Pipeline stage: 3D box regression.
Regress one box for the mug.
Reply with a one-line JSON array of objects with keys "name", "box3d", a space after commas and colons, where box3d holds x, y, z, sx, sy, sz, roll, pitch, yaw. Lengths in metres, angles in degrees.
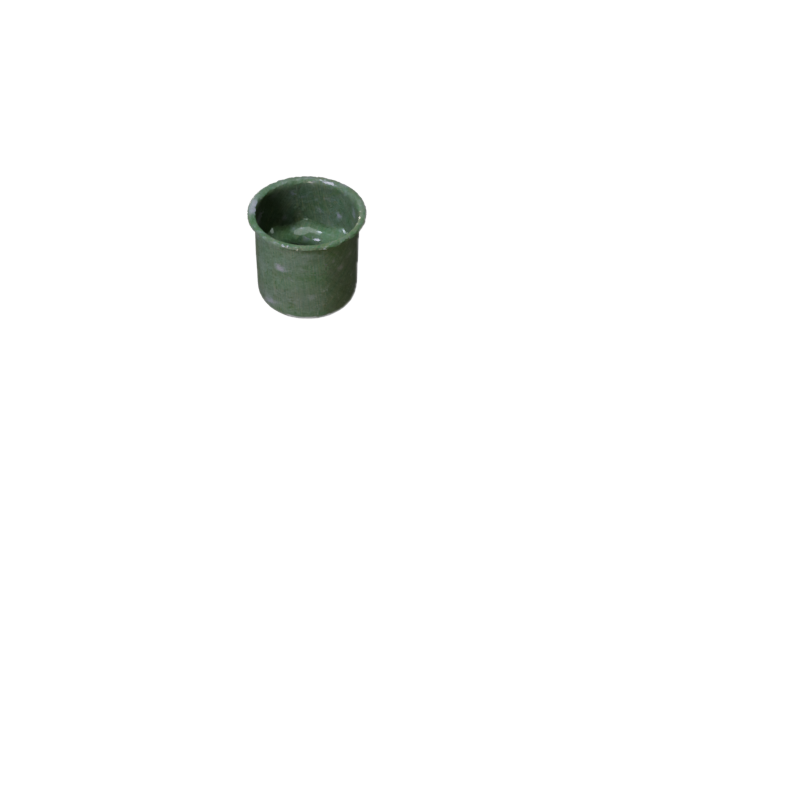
[{"name": "mug", "box3d": [-0.070, -0.128, 0.895, 0.096, 0.076, 0.122, 16, 46, 15]}]
